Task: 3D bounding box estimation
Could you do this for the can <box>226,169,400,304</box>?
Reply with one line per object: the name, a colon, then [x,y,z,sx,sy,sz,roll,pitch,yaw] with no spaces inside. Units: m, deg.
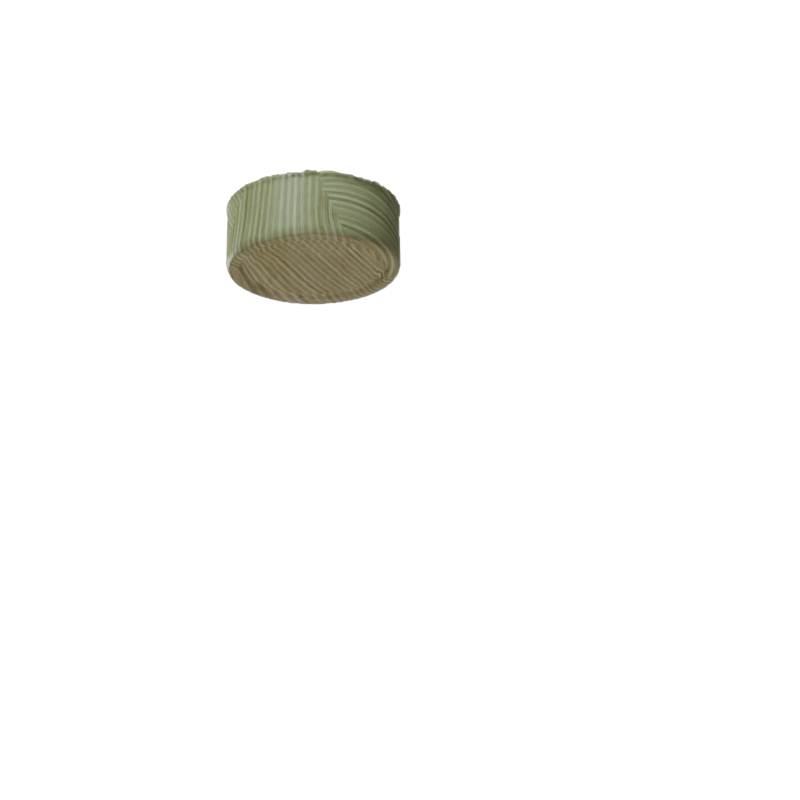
can: [-0.042,-0.077,0.540,0.086,0.035,0.082,0,-19,-2]
